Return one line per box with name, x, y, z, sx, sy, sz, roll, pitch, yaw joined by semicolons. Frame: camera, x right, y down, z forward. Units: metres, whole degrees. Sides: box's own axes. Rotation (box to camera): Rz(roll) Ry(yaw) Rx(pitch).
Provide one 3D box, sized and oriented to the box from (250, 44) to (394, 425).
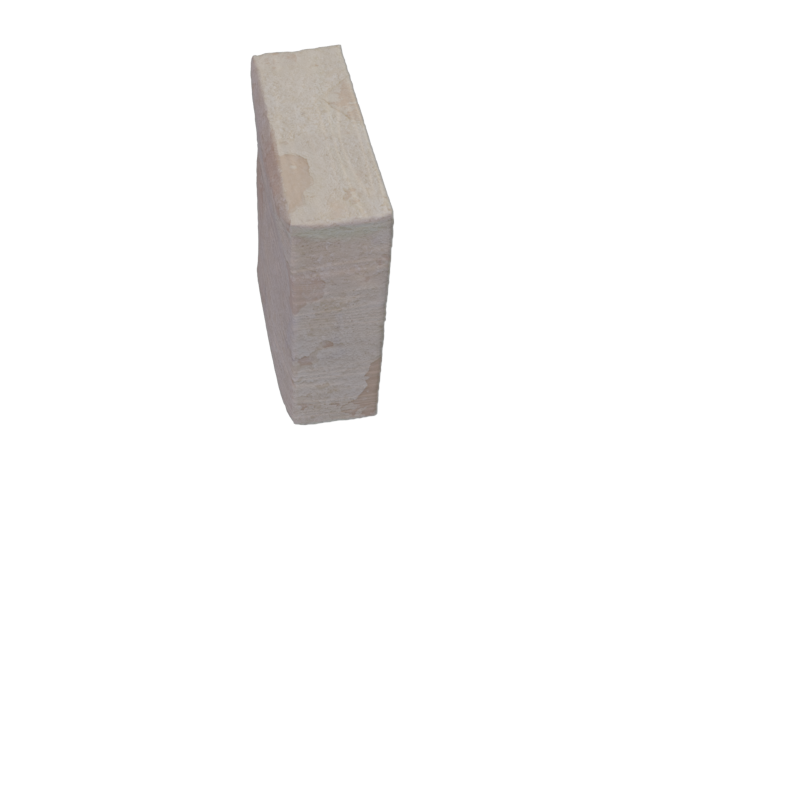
box;-0.060;-0.110;0.769;0.071;0.177;0.199;-8;-38;-10
